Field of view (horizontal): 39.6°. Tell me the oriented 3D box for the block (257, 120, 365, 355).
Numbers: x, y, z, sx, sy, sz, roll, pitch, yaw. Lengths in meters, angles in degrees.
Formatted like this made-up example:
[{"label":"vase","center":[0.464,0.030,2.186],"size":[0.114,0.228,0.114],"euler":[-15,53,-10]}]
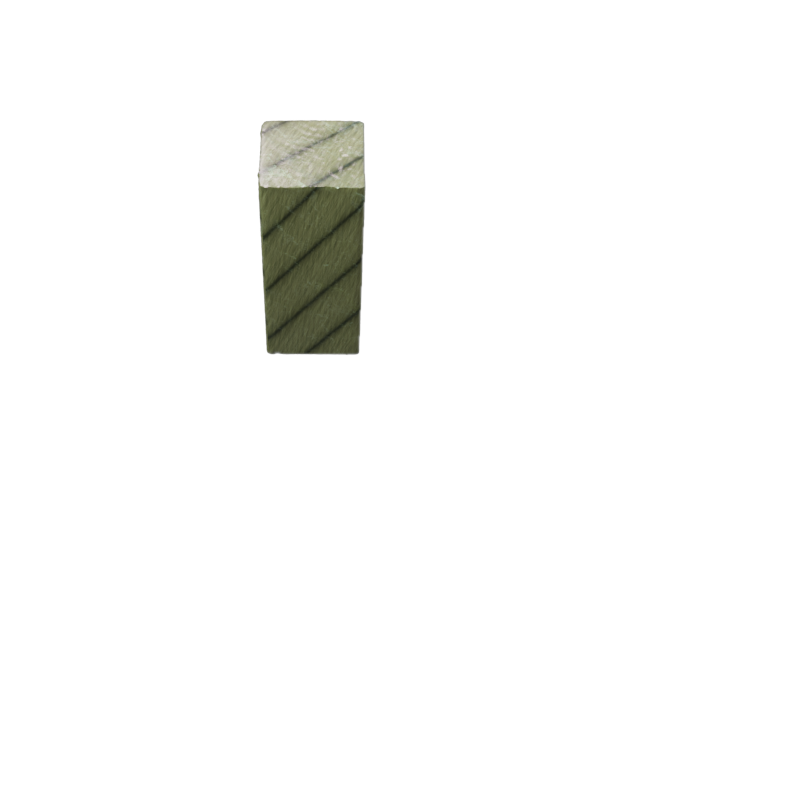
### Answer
[{"label":"block","center":[-0.079,-0.142,0.996],"size":[0.090,0.097,0.192],"euler":[1,-42,-3]}]
